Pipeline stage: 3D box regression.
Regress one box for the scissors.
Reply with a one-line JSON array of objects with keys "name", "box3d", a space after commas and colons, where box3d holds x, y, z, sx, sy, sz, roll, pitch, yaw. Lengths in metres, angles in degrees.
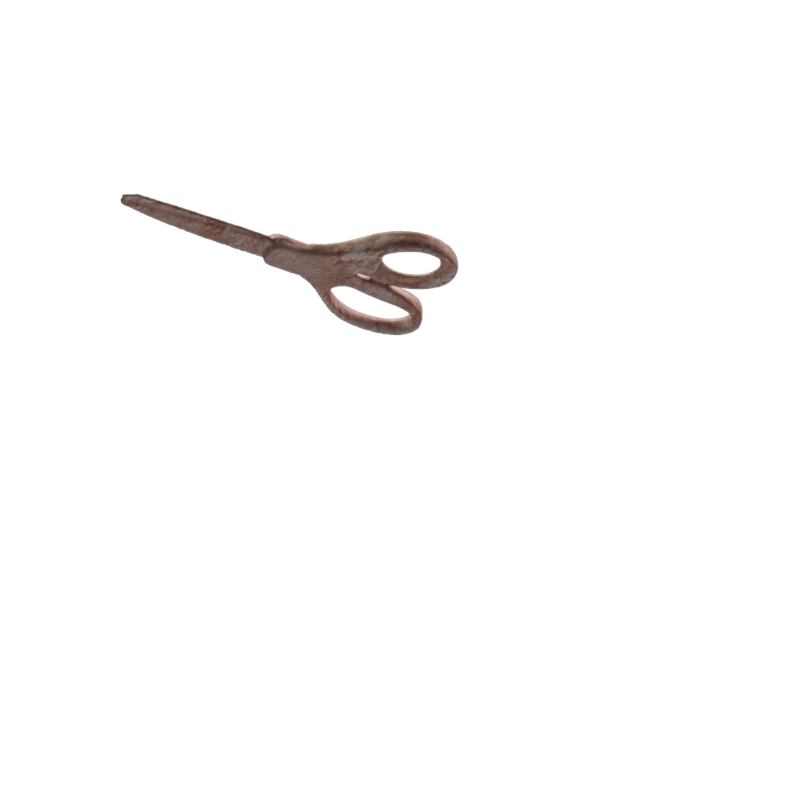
[{"name": "scissors", "box3d": [-0.049, -0.090, 0.630, 0.189, 0.017, 0.096, 29, -44, -35]}]
